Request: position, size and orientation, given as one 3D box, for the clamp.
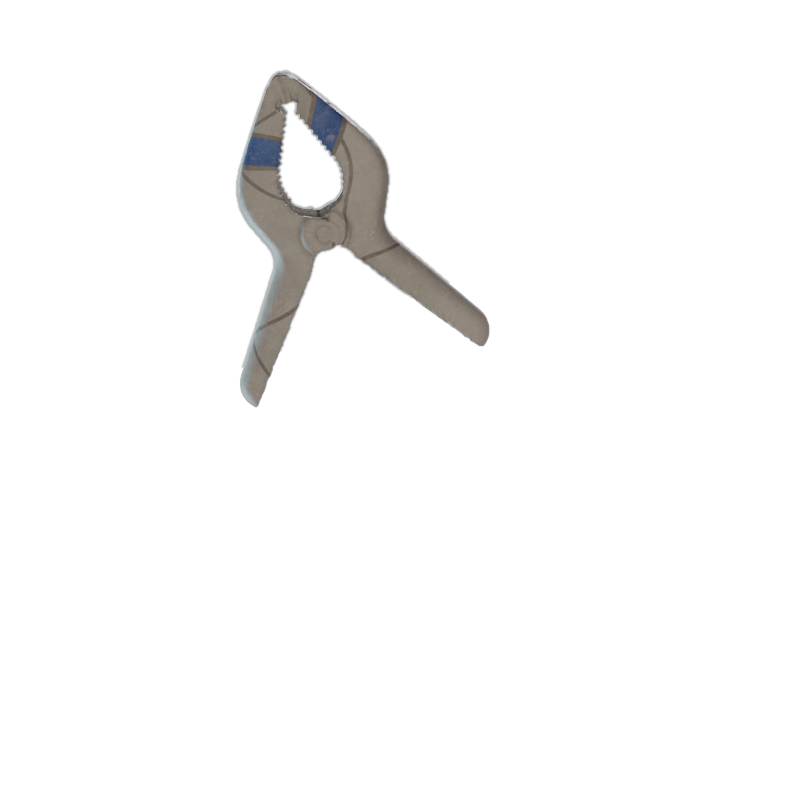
[{"bbox_3d":[-0.055,-0.100,0.698,0.165,0.203,0.038,-22,12,5],"label":"clamp"}]
